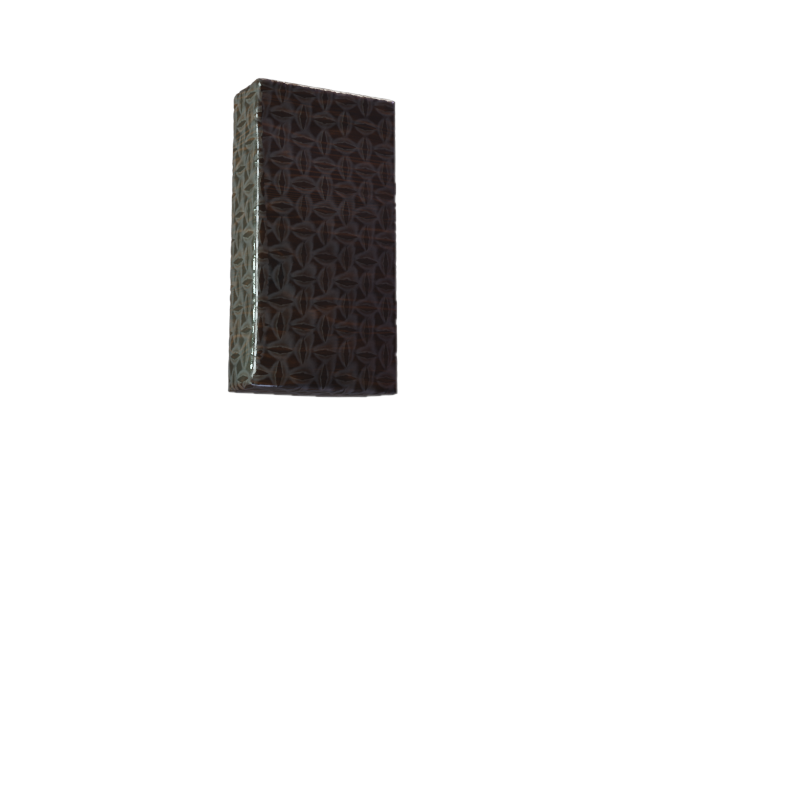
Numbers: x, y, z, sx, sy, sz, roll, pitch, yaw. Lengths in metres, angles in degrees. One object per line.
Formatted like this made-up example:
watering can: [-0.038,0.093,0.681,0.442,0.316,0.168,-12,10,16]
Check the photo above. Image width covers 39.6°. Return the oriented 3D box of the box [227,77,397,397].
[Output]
box: [-0.050,-0.092,0.645,0.090,0.182,0.048,5,-14,-27]
